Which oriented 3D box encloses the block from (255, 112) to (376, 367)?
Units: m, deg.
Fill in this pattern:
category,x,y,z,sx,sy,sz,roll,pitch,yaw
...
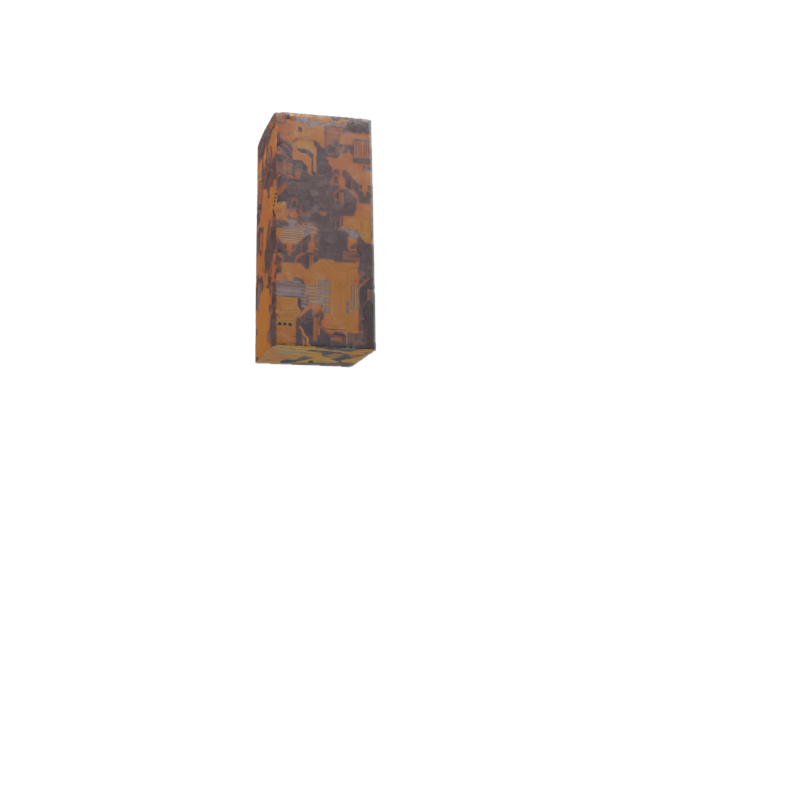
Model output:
category,x,y,z,sx,sy,sz,roll,pitch,yaw
block,-0.077,-0.140,0.981,0.089,0.214,0.089,3,-15,-15
